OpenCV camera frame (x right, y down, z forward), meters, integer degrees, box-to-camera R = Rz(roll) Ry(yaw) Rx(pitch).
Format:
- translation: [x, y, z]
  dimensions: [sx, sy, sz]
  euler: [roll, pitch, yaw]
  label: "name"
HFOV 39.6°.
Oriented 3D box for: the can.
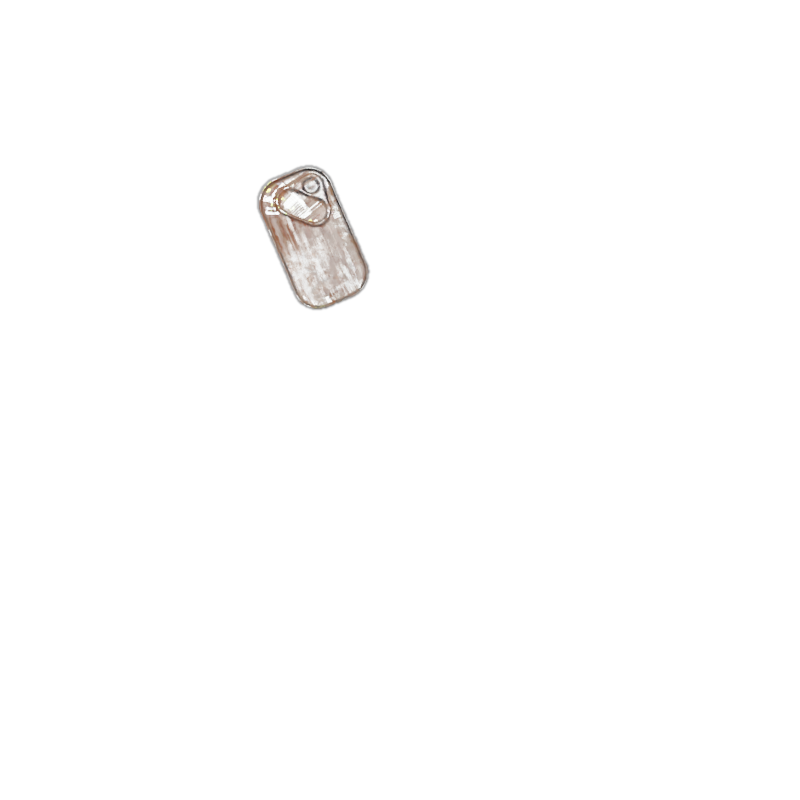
- translation: [-0.066, -0.121, 0.845]
  dimensions: [0.057, 0.103, 0.083]
  euler: [-23, 0, -2]
  label: "can"
